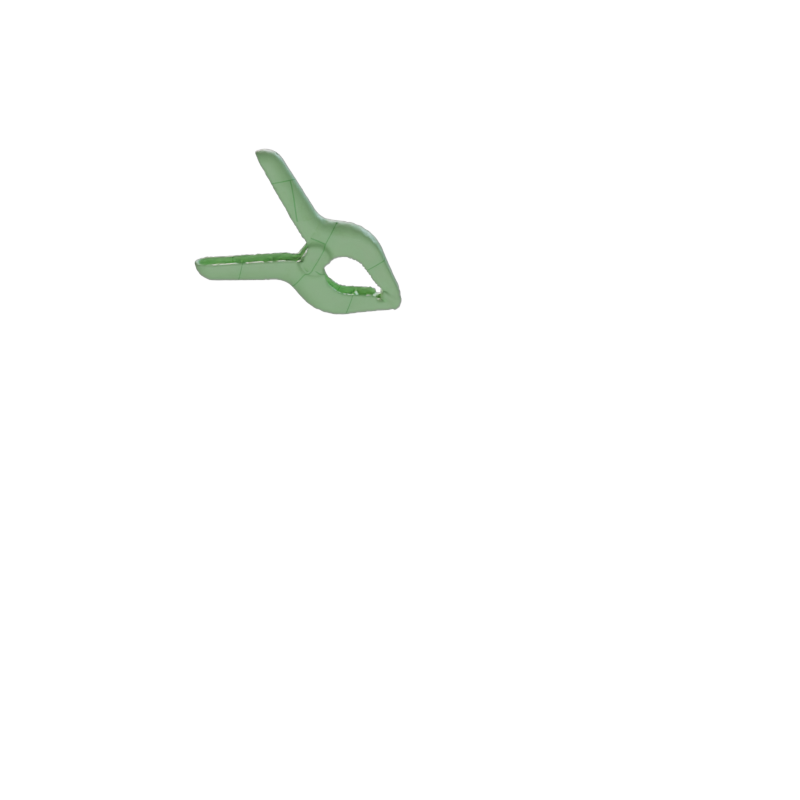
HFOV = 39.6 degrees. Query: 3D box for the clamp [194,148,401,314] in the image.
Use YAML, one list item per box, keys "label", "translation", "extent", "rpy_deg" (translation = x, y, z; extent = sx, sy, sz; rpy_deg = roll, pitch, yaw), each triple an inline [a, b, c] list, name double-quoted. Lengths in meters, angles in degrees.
- label: "clamp"
  translation: [-0.071, -0.130, 0.911]
  extent: [0.168, 0.116, 0.041]
  rpy_deg: [19, 25, -9]
